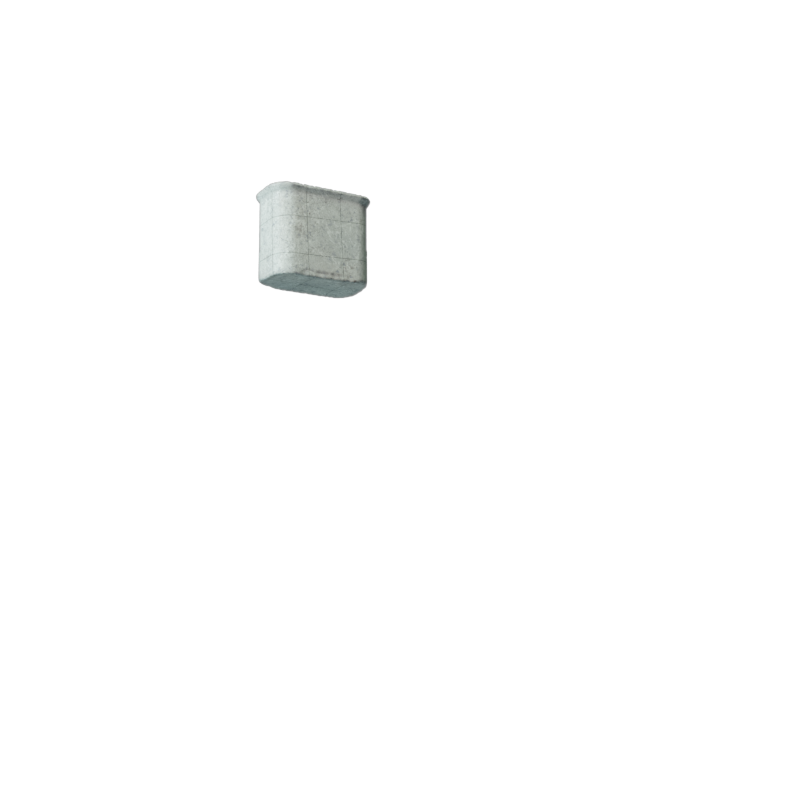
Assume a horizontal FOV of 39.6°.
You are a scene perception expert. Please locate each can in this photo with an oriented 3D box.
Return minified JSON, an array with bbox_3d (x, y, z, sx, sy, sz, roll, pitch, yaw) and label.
[{"bbox_3d":[-0.078,-0.142,0.993,0.098,0.087,0.057,7,-18,-28],"label":"can"}]
